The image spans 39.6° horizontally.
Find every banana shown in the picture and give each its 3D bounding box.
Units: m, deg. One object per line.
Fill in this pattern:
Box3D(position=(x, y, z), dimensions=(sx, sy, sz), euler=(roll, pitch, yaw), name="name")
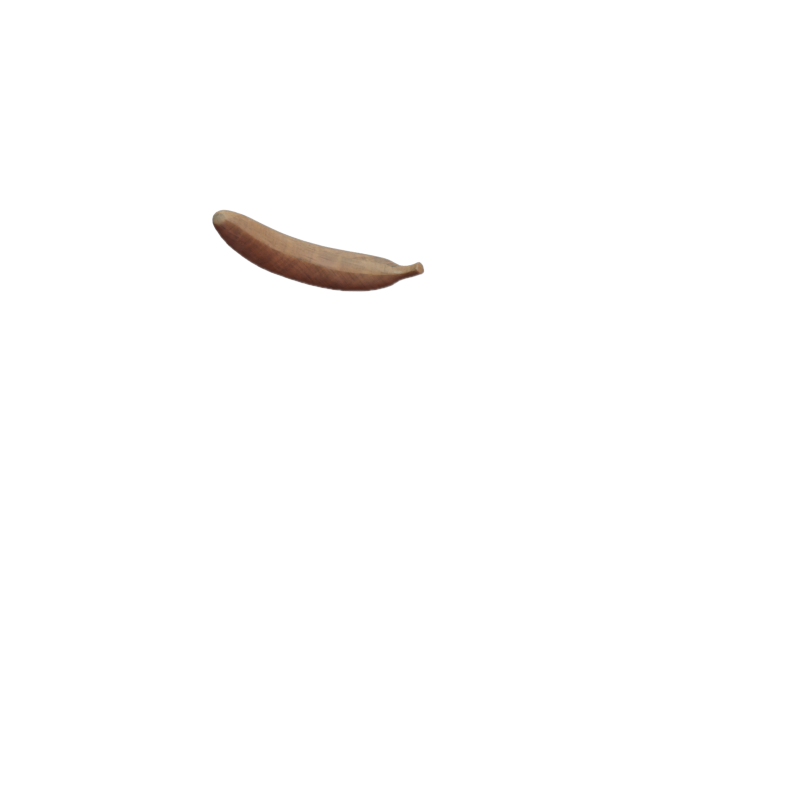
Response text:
Box3D(position=(-0.081, -0.132, 1.000), dimensions=(0.192, 0.039, 0.067), euler=(11, -33, -18), name="banana")
